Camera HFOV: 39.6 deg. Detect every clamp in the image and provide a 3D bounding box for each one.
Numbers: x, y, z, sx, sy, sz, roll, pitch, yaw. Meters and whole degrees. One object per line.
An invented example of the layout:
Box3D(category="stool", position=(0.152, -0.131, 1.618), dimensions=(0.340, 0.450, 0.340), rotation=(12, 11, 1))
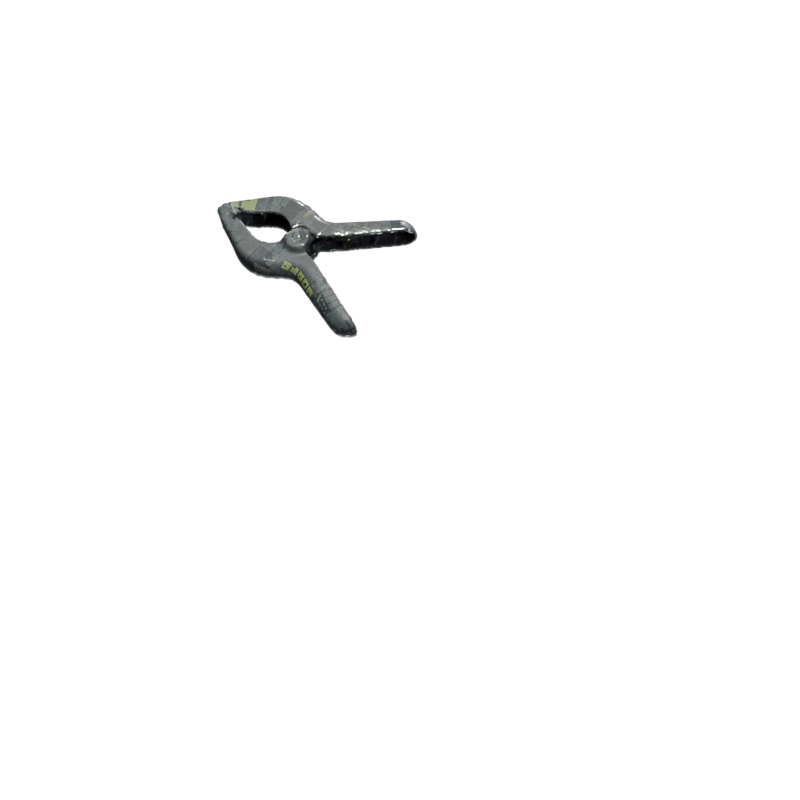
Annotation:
Box3D(category="clamp", position=(-0.074, -0.136, 0.951), dimensions=(0.180, 0.122, 0.037), rotation=(33, -30, 21))
